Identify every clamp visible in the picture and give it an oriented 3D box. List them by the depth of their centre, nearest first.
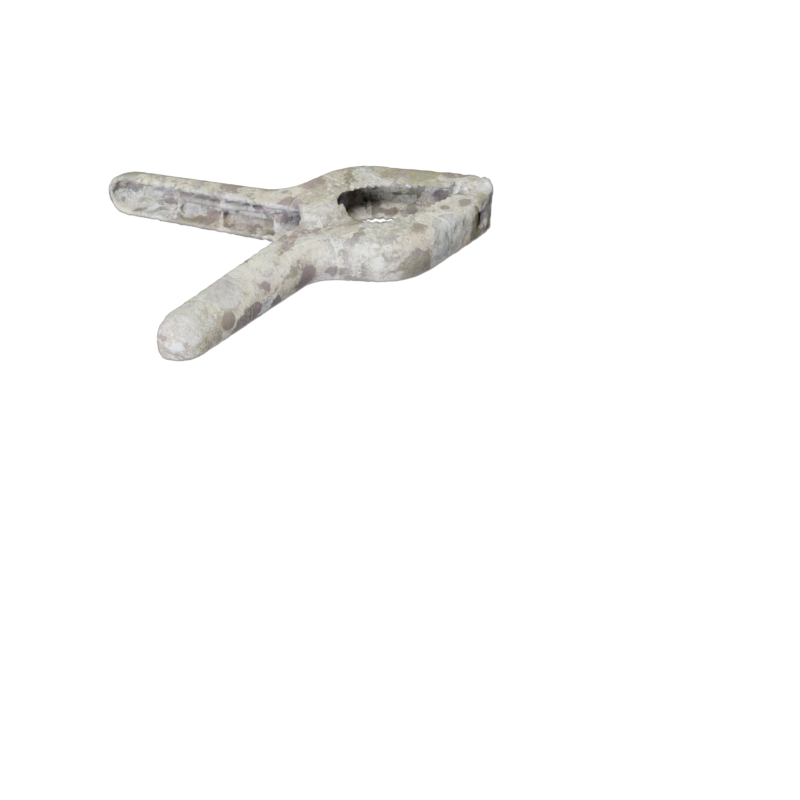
[{"bbox_3d":[-0.046,-0.084,0.586,0.208,0.034,0.177,-7,38,-9],"label":"clamp"}]
